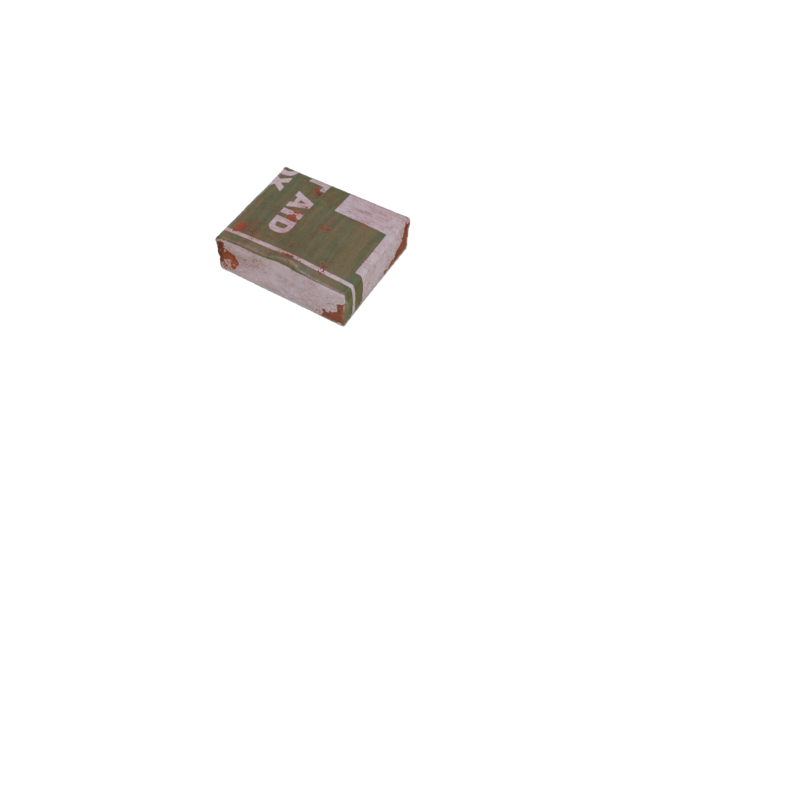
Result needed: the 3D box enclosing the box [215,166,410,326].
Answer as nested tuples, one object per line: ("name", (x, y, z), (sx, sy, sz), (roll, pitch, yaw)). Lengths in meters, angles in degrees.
("box", (-0.051, -0.092, 0.646), (0.093, 0.028, 0.075), (25, 54, 20))
